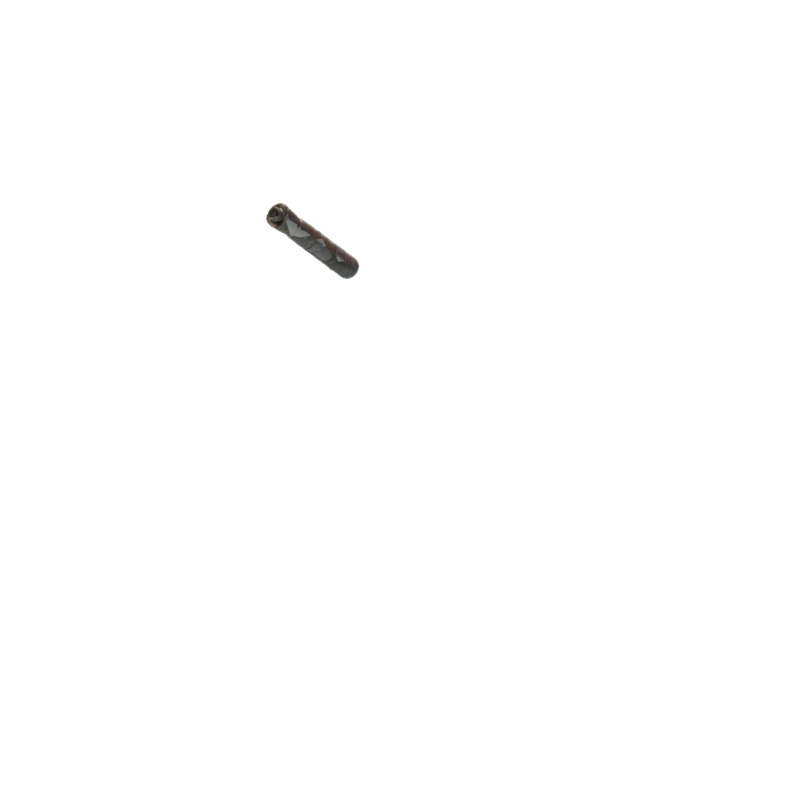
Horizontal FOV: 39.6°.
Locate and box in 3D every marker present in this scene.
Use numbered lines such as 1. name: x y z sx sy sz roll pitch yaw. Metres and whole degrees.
1. marker: -0.065 -0.119 0.836 0.020 0.020 0.113 2 -13 27
